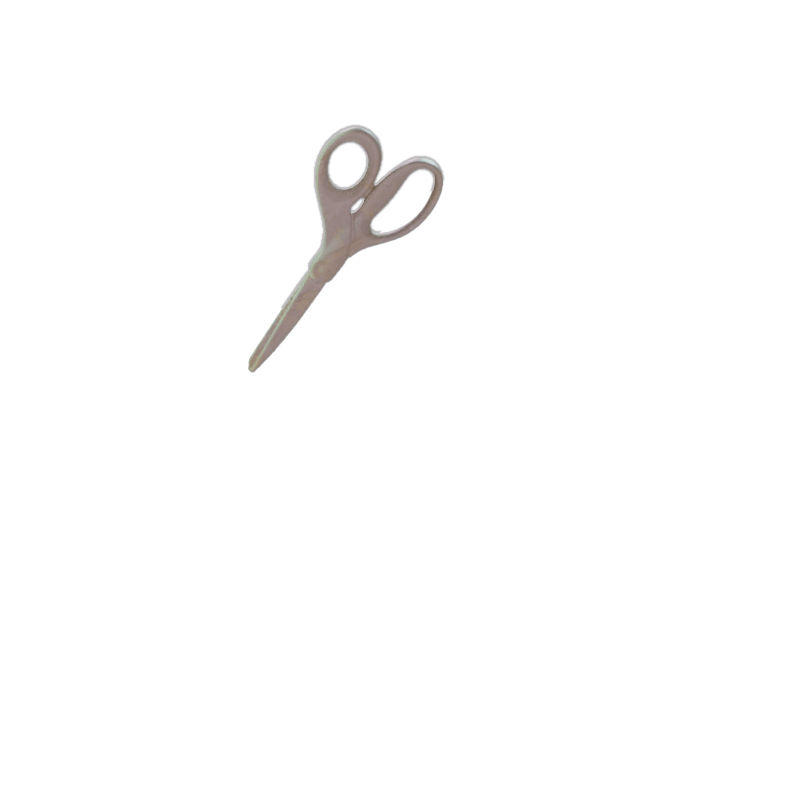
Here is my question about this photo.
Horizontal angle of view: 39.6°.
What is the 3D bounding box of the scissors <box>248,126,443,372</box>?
[{"bbox_3d":[-0.061,-0.111,0.778,0.200,0.092,0.016,-38,16,13],"label":"scissors"}]
